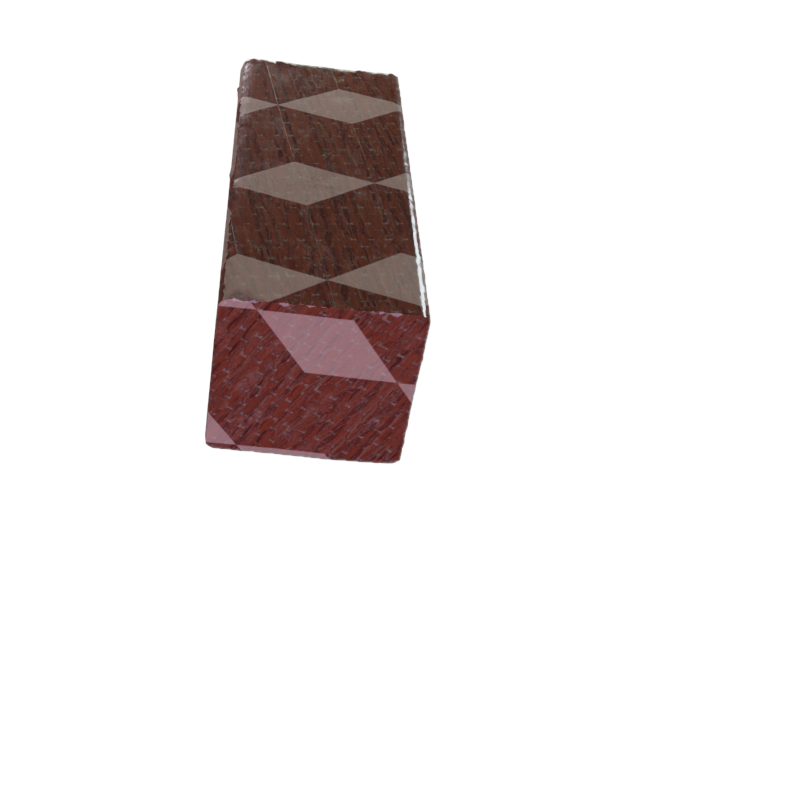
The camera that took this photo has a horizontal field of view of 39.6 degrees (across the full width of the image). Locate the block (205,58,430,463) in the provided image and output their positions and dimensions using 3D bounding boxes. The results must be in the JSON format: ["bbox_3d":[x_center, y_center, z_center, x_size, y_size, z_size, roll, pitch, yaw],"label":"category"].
[{"bbox_3d":[-0.044,-0.079,0.553,0.089,0.085,0.221,4,41,-8],"label":"block"}]
